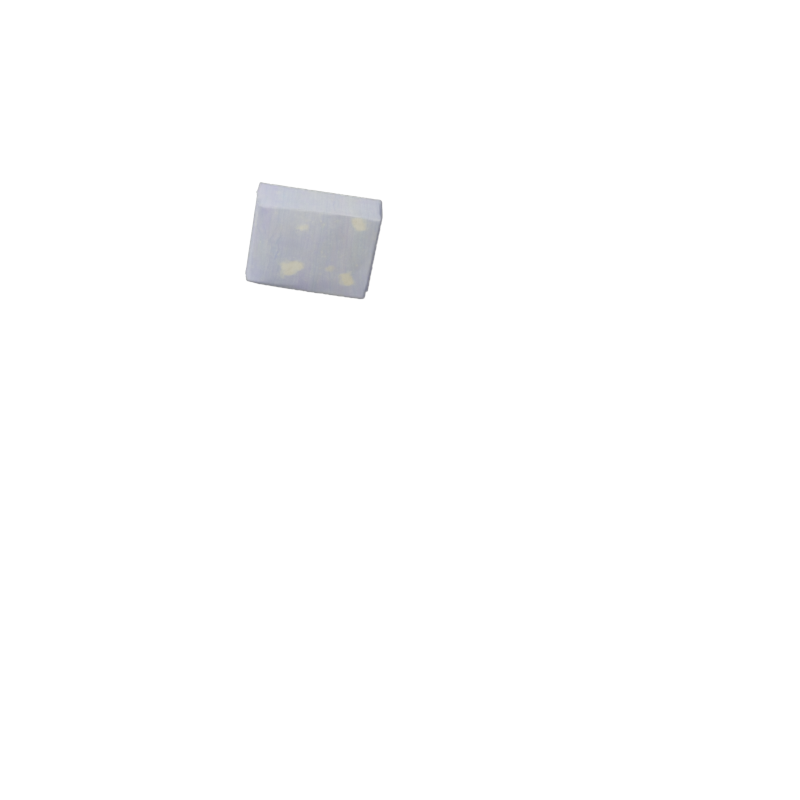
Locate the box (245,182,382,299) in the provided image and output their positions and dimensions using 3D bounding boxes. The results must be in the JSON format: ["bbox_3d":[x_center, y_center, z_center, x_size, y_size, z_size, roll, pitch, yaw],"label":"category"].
[{"bbox_3d":[-0.078,-0.142,0.993,0.112,0.085,0.042,8,36,-6],"label":"box"}]
